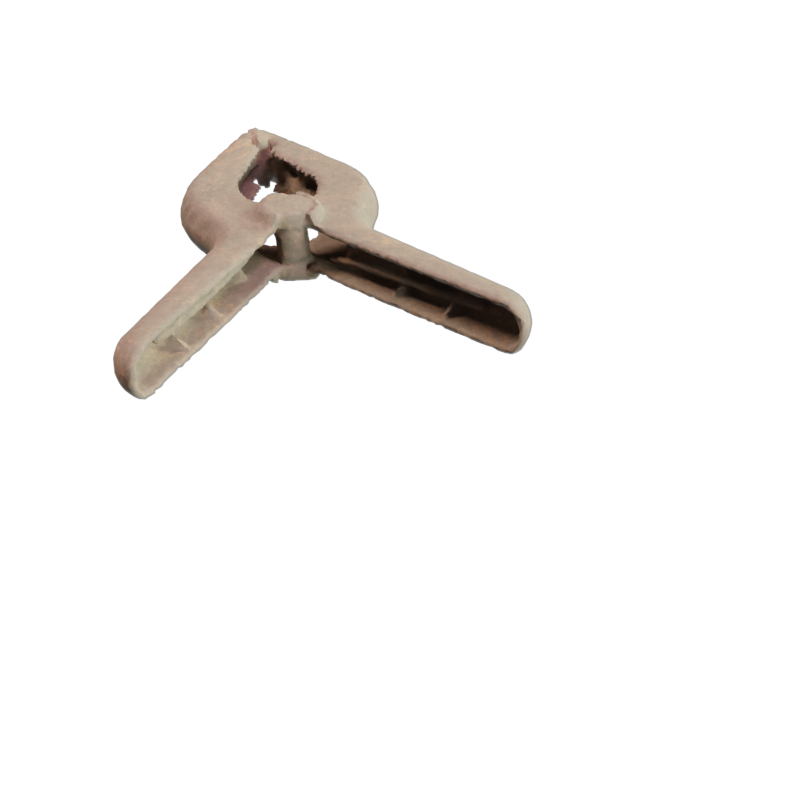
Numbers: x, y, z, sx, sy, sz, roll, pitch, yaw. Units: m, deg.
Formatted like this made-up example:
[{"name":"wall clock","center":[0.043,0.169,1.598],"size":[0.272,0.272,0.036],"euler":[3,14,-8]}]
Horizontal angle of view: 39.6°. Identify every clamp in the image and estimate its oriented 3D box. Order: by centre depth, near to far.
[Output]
[{"name":"clamp","center":[-0.040,-0.072,0.506],"size":[0.164,0.034,0.225],"euler":[-3,34,-5]}]
